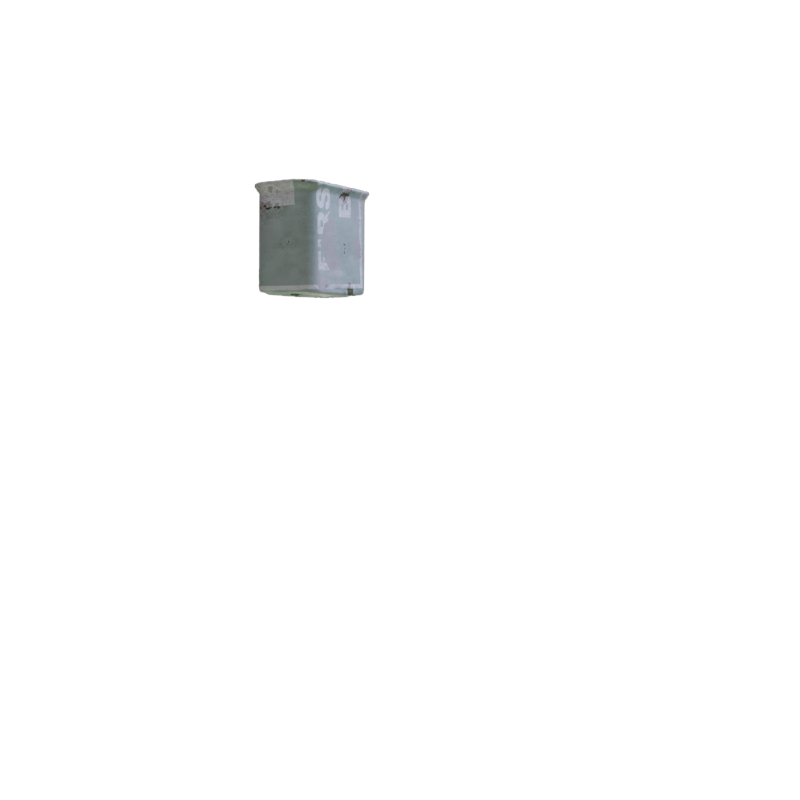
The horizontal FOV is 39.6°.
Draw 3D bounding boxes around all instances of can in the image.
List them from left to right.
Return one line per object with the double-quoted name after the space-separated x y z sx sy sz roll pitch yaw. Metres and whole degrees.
-0.067 -0.122 0.856 0.059 0.084 0.098 -1 -1 30 "can"
